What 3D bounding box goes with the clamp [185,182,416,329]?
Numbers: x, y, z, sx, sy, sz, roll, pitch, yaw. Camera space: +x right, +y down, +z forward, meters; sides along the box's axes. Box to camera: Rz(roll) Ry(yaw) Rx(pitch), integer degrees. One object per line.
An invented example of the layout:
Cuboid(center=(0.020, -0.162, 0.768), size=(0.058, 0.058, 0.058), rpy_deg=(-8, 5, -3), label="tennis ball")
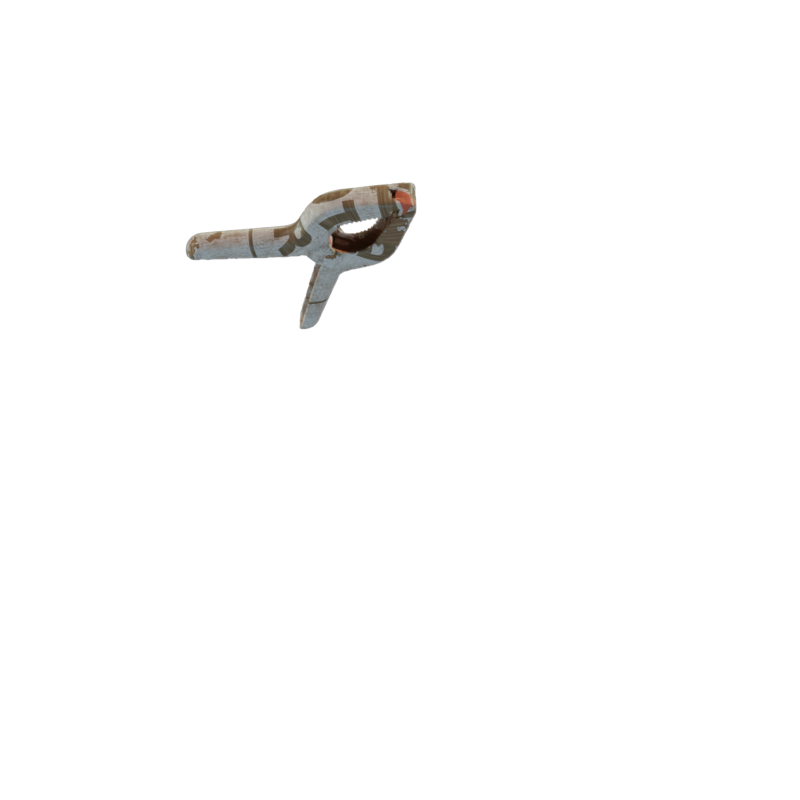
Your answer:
Cuboid(center=(-0.078, -0.142, 0.993), size=(0.155, 0.039, 0.209), rpy_deg=(27, -42, -35), label="clamp")
